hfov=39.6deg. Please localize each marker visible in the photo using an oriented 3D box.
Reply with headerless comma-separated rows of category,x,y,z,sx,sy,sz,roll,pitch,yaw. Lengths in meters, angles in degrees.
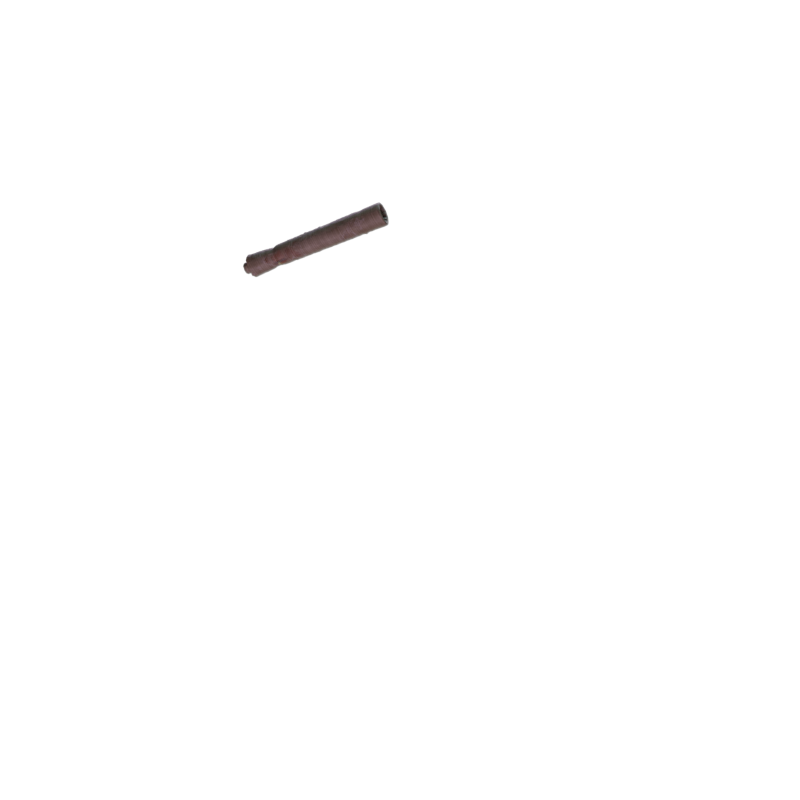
marker,-0.067,-0.122,0.855,0.122,0.020,0.019,-19,-2,18
